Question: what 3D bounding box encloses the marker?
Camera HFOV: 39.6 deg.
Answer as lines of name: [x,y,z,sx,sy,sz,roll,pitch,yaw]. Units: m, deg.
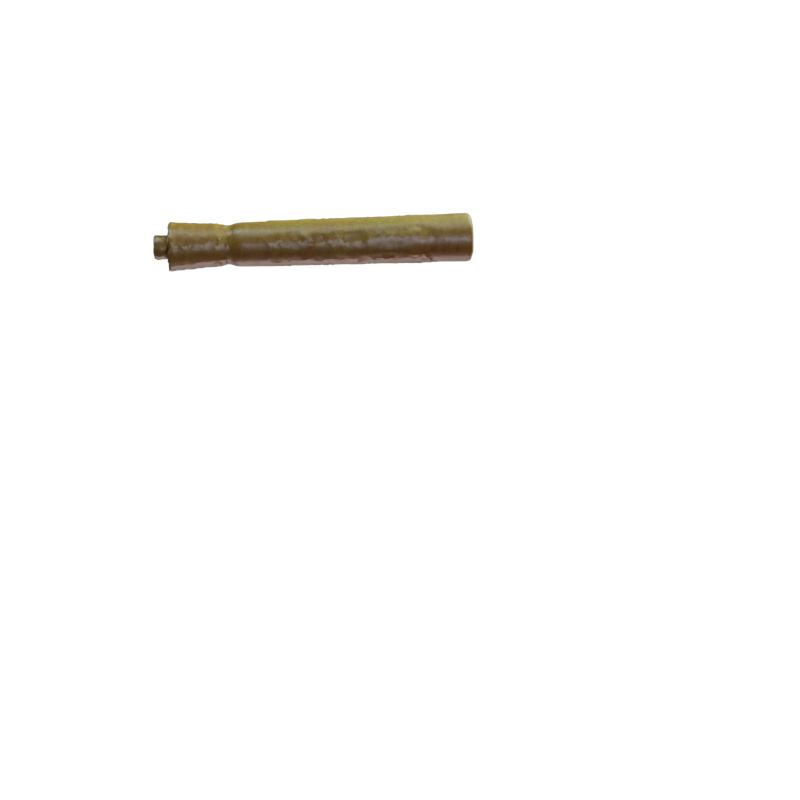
marker: [-0.033,-0.060,0.424,0.120,0.020,0.020,-2,4,-4]
